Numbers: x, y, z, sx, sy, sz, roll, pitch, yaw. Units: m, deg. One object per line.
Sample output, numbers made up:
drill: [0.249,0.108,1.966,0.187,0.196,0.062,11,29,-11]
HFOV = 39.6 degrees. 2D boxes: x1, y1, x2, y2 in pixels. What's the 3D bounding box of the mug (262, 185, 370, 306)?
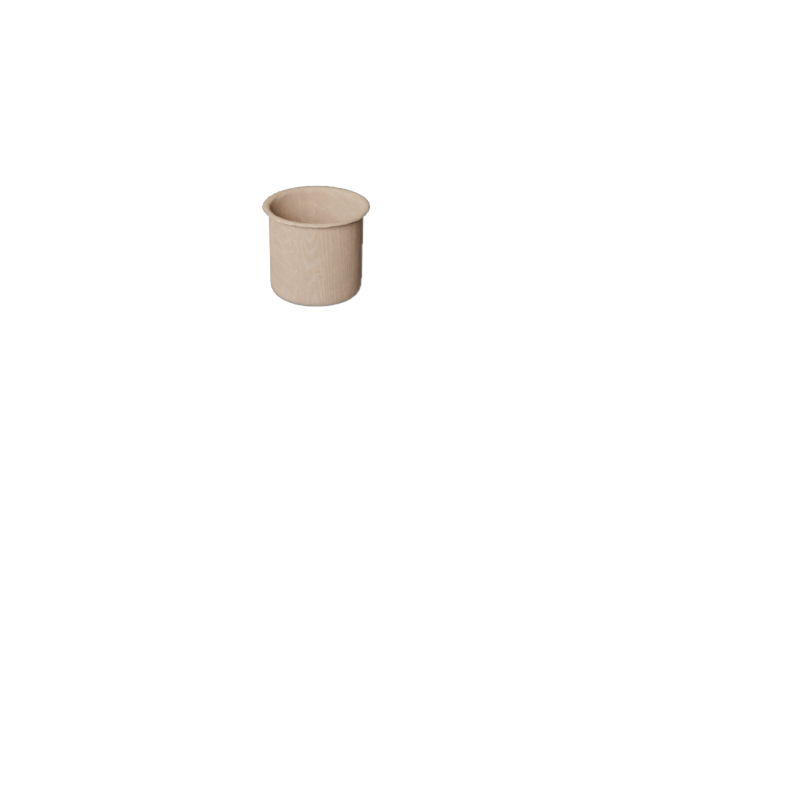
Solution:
mug: [-0.077,-0.140,0.983,0.092,0.077,0.125,-6,30,-13]
